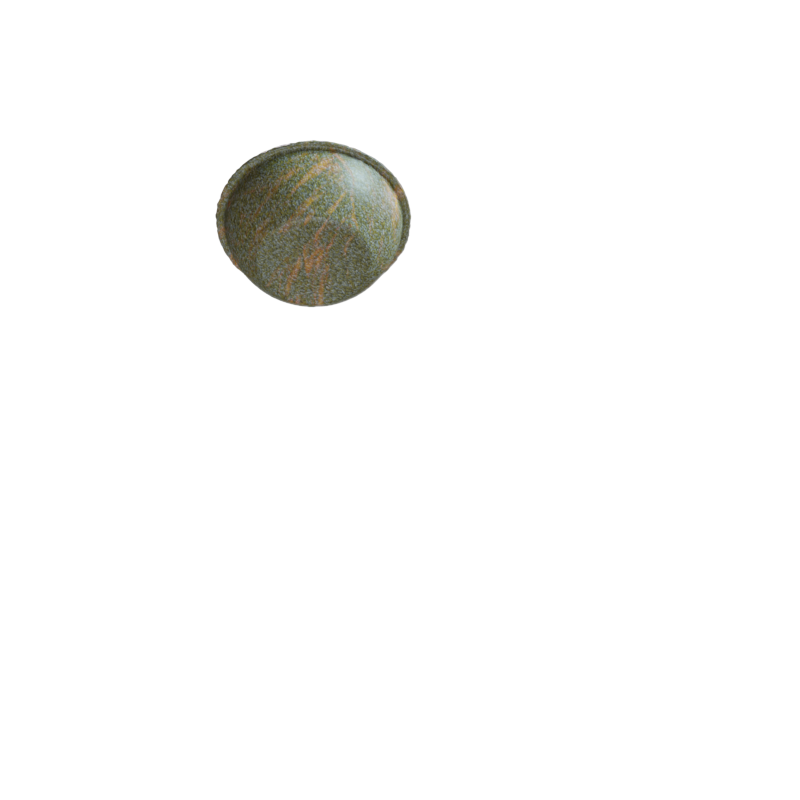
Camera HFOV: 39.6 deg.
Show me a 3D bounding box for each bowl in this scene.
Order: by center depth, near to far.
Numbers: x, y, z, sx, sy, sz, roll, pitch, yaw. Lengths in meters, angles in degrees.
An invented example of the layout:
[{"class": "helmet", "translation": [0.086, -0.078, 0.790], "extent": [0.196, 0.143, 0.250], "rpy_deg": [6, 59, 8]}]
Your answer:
[{"class": "bowl", "translation": [-0.070, -0.128, 0.899], "extent": [0.162, 0.151, 0.059], "rpy_deg": [1, 42, -1]}]
